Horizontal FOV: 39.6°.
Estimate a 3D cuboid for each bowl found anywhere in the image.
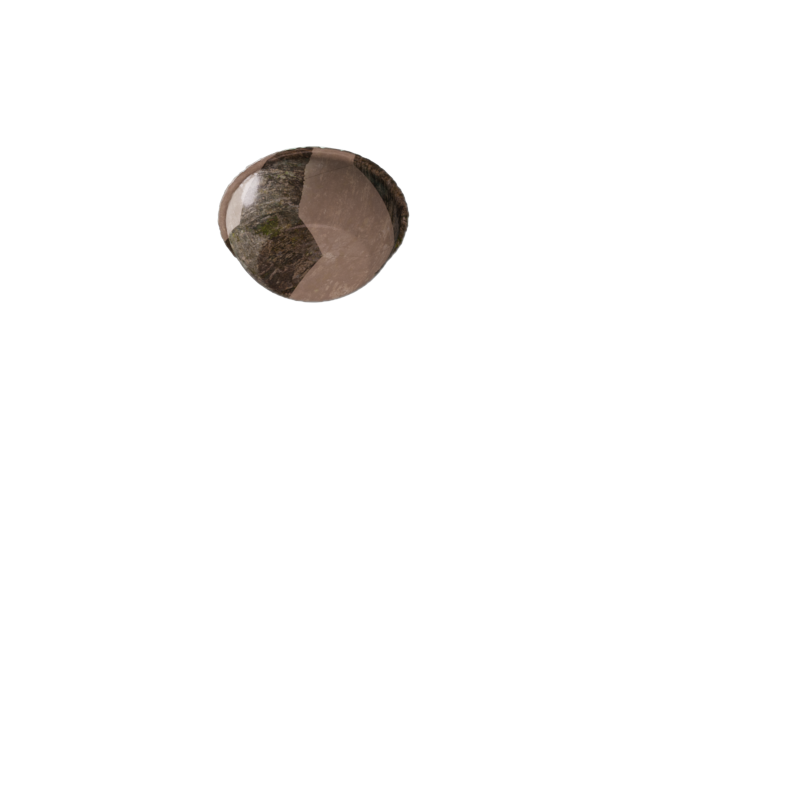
[{"bbox_3d":[-0.072,-0.131,0.919,0.162,0.059,0.151,1,-42,-1],"label":"bowl"}]
